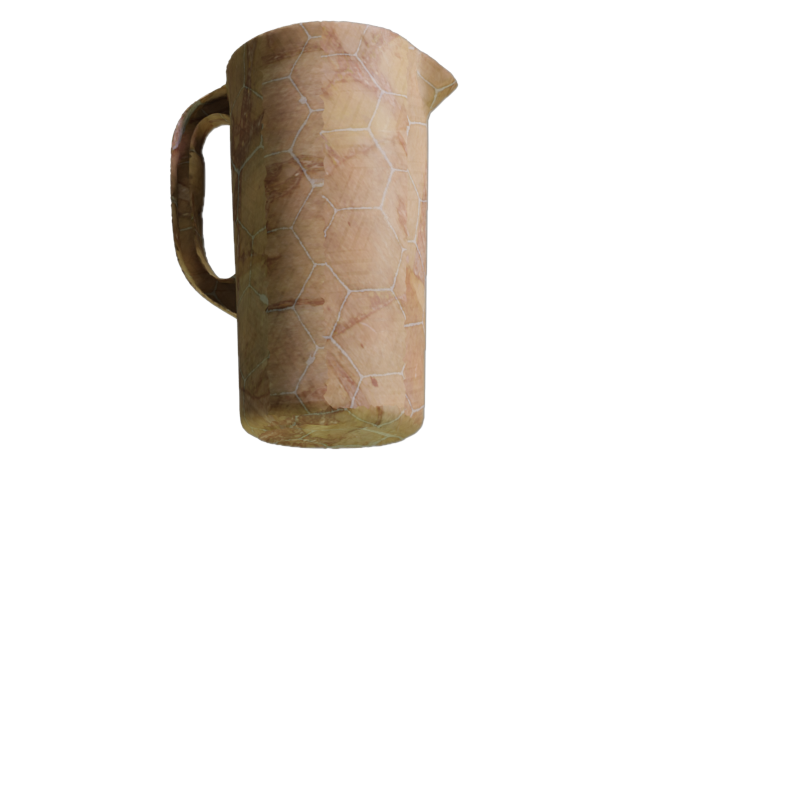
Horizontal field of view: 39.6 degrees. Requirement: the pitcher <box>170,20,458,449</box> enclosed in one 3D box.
[{"bbox_3d":[-0.054,-0.098,0.685,0.139,0.253,0.149,9,-19,-30],"label":"pitcher"}]
